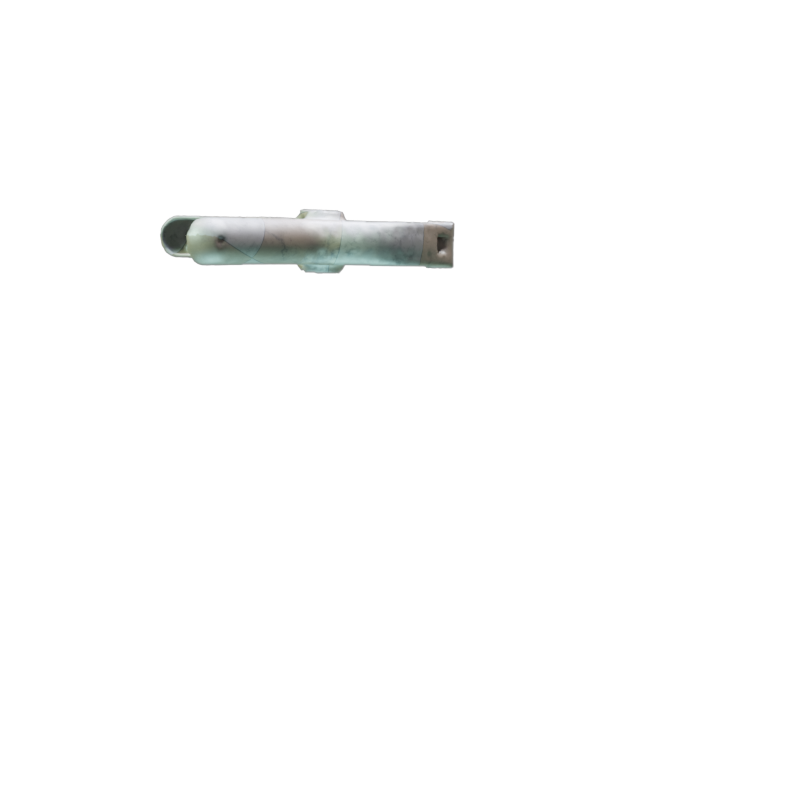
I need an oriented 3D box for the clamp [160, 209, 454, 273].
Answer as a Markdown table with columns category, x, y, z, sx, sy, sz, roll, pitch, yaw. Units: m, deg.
| category | x | y | z | sx | sy | sz | roll | pitch | yaw |
| --- | --- | --- | --- | --- | --- | --- | --- | --- | --- |
| clamp | -0.048 | -0.088 | 0.616 | 0.170 | 0.038 | 0.124 | -2 | 15 | -7 |
